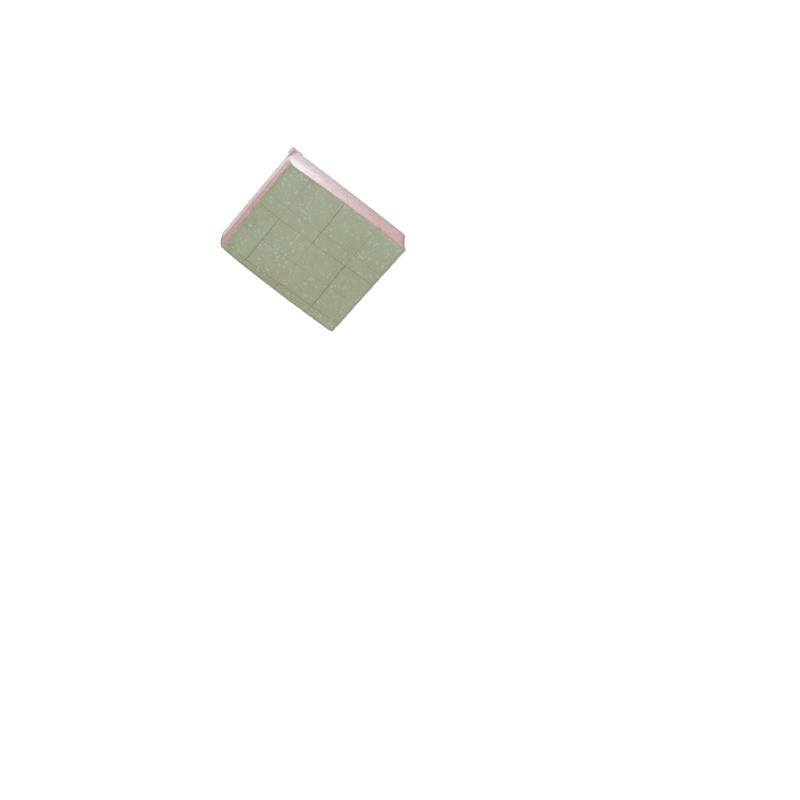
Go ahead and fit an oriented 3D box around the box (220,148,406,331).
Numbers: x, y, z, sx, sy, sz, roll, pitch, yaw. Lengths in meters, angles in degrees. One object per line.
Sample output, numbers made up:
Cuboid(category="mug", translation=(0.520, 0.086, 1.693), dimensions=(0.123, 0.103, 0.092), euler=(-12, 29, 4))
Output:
Cuboid(category="box", translation=(-0.066, -0.119, 0.838), dimensions=(0.110, 0.088, 0.041), euler=(37, 18, -15))
